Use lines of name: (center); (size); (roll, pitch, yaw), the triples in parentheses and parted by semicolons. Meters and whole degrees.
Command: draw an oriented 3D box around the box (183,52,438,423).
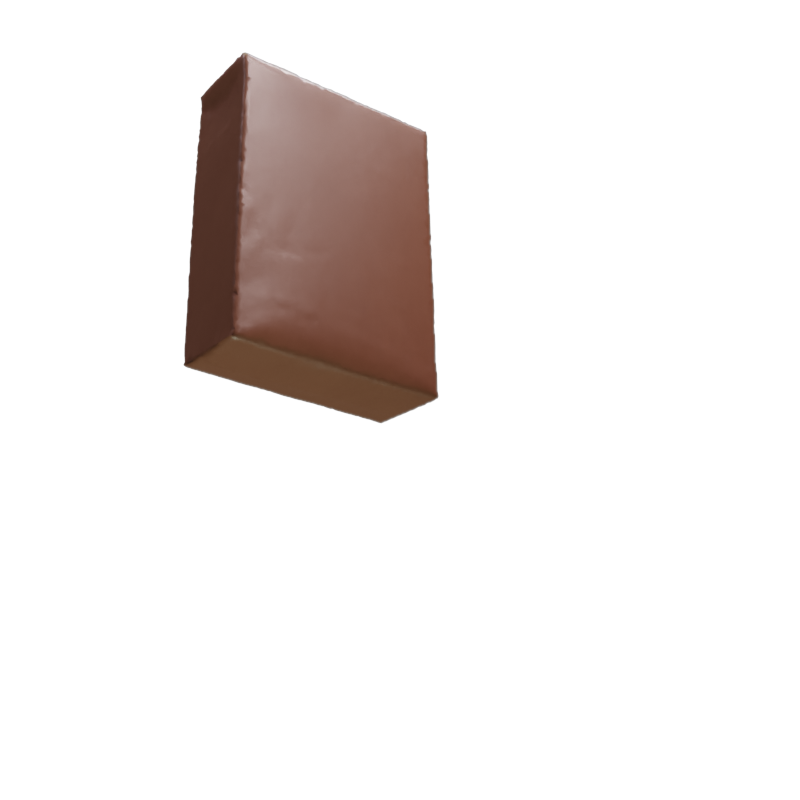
box: (-0.059, -0.108, 0.758); (0.156, 0.227, 0.071); (17, -33, -33)
